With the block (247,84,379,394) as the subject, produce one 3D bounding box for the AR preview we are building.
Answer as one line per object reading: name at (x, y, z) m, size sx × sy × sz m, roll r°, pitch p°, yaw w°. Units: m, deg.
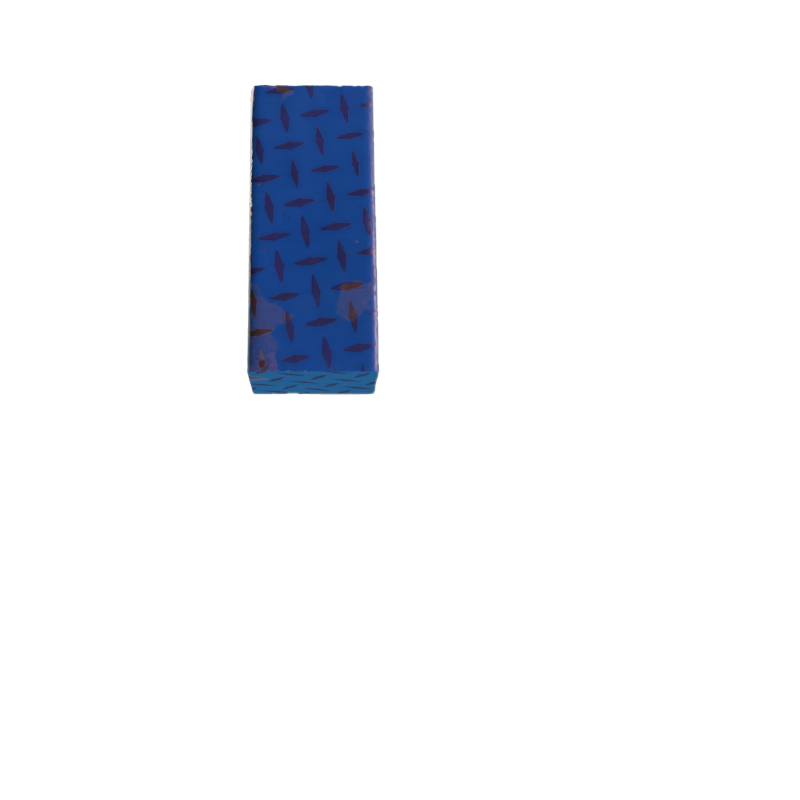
block at (-0.063, -0.114, 0.798) m, size 0.090 × 0.214 × 0.087 m, roll 0°, pitch -16°, yaw -2°
